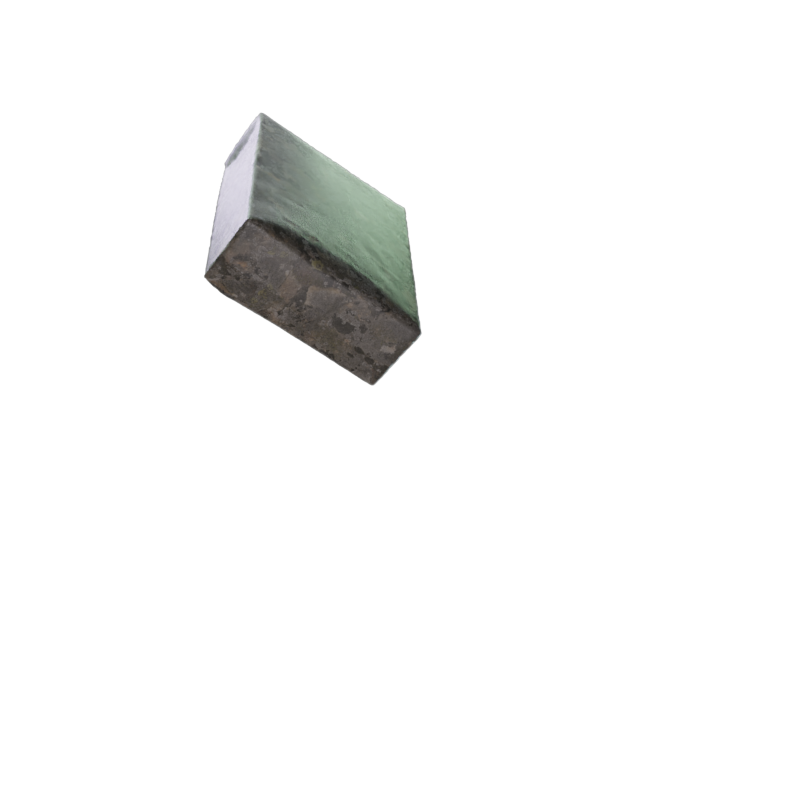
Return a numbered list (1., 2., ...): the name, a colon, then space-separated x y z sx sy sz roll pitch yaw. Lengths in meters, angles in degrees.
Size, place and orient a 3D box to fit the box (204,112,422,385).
1. box: -0.072 -0.131 0.915 0.157 0.070 0.228 31 26 -20
